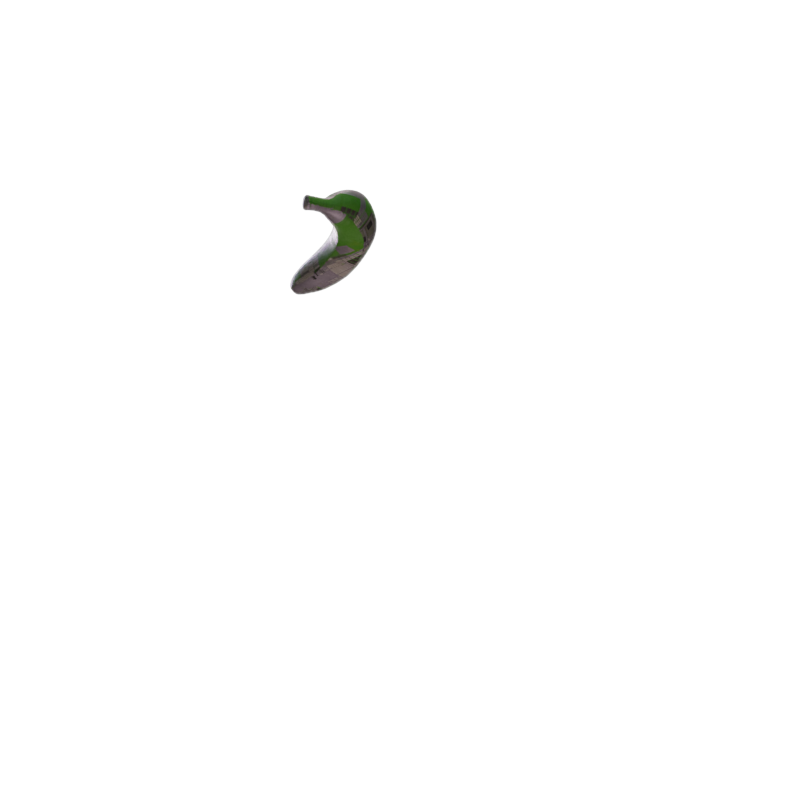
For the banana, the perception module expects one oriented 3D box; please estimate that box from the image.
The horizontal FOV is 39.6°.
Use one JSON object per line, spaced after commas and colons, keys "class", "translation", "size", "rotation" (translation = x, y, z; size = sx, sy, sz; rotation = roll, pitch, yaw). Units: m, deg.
{"class": "banana", "translation": [-0.059, -0.142, 0.987], "size": [0.069, 0.039, 0.189], "rotation": [2, -19, -7]}
